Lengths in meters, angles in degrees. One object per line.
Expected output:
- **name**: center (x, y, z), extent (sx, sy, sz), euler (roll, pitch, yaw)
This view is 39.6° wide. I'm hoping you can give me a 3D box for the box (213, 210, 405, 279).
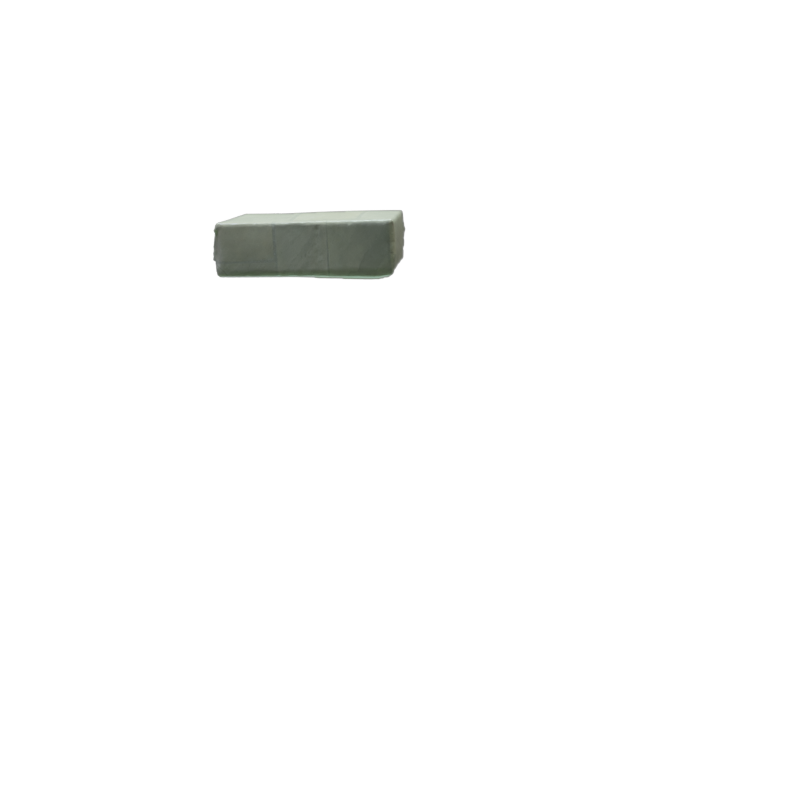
- **box**: center (-0.056, -0.102, 0.716), extent (0.115, 0.038, 0.091), euler (2, 13, 6)
